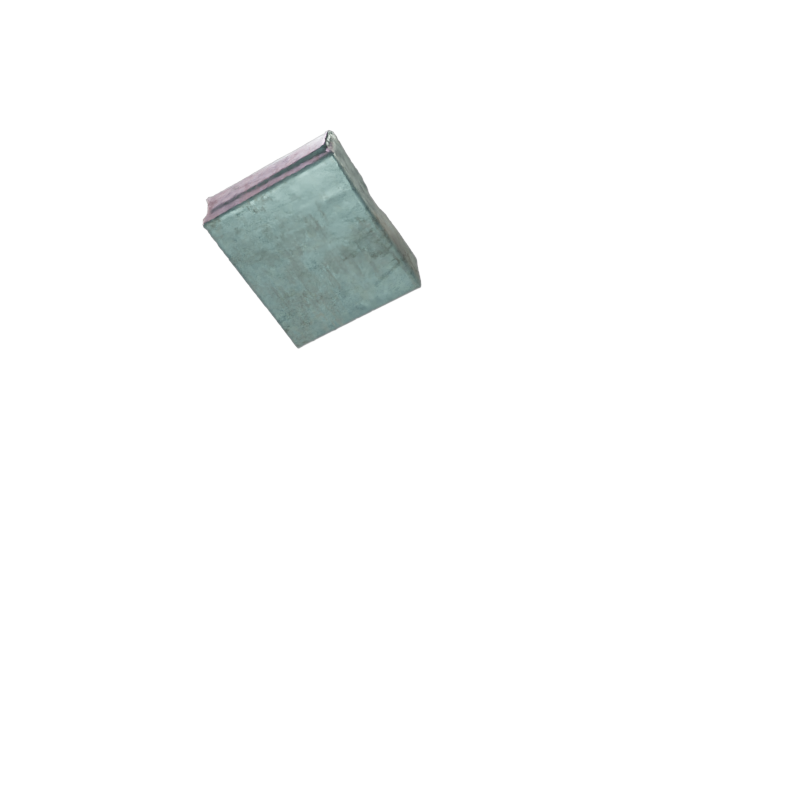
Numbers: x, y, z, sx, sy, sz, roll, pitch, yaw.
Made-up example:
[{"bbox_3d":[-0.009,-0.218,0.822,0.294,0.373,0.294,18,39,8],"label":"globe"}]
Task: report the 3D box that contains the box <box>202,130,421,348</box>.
[{"bbox_3d":[-0.043,-0.078,0.546,0.073,0.084,0.032,-27,29,16],"label":"box"}]
